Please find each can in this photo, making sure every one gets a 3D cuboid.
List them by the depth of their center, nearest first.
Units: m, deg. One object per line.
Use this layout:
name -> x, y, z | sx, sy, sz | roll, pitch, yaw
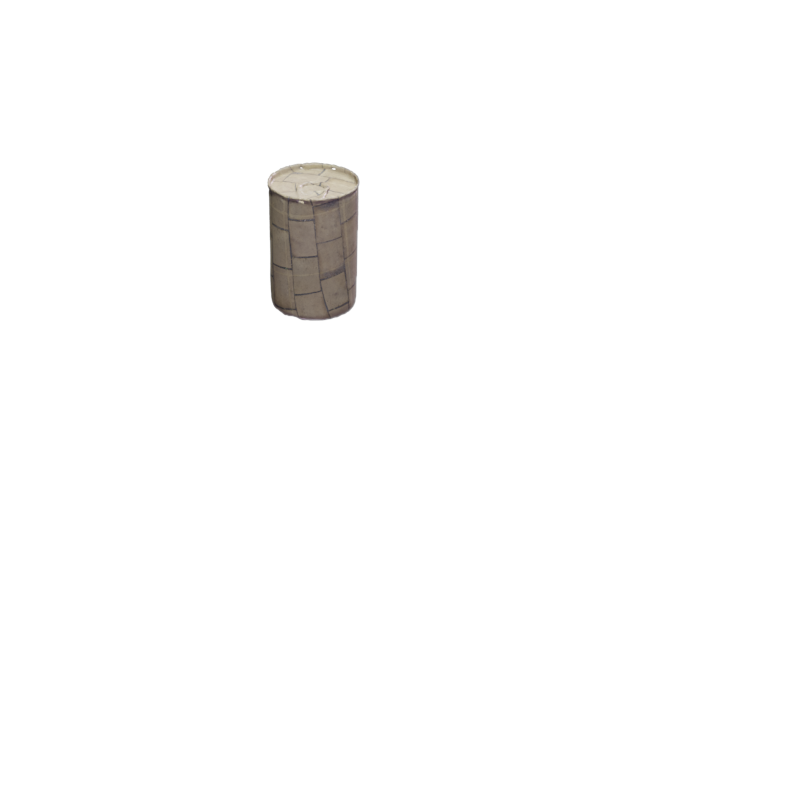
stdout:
can -> -0.066, -0.120, 0.839 | 0.068, 0.096, 0.073 | 0, 29, -2
